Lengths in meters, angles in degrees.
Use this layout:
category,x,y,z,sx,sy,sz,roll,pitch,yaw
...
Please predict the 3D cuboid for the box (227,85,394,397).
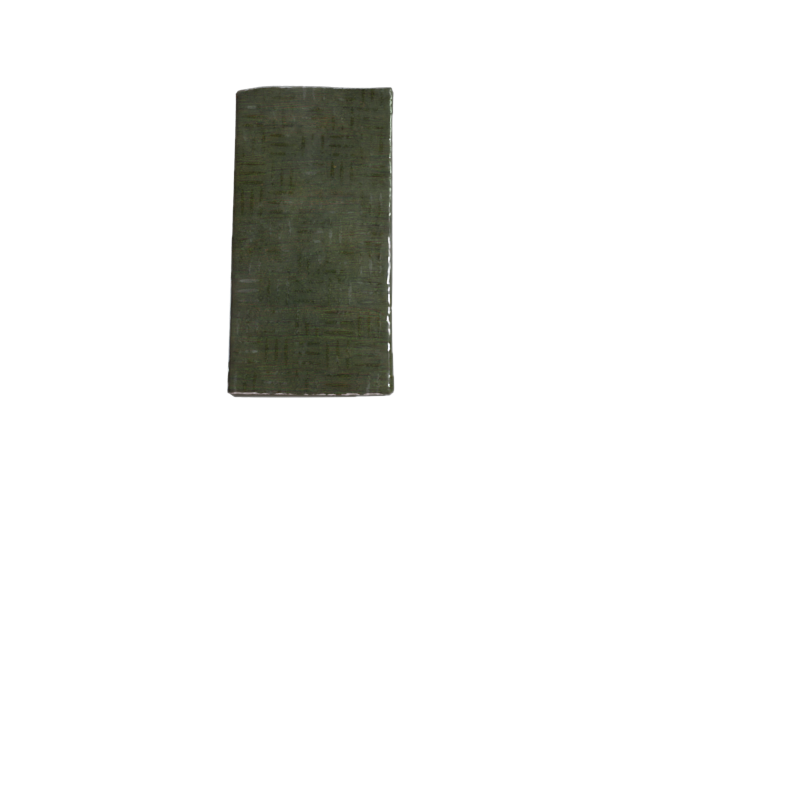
category,x,y,z,sx,sy,sz,roll,pitch,yaw
box,-0.050,-0.091,0.634,0.093,0.180,0.047,-1,-8,1
